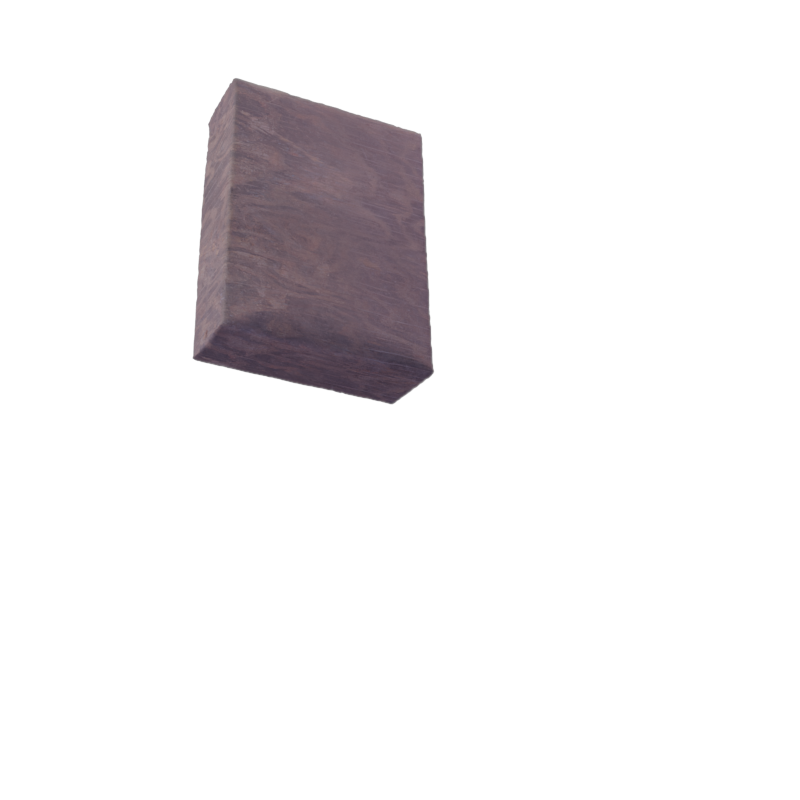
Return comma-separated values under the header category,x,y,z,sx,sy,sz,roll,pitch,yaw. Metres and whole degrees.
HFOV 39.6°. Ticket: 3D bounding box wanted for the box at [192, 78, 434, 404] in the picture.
category,x,y,z,sx,sy,sz,roll,pitch,yaw
box,-0.065,-0.118,0.828,0.158,0.228,0.070,12,-33,-23
